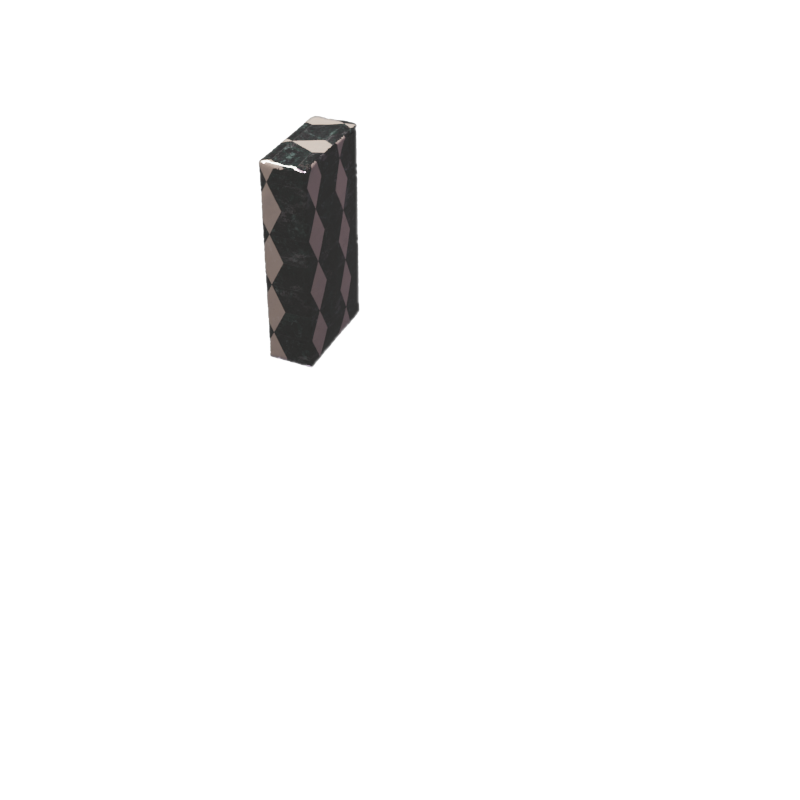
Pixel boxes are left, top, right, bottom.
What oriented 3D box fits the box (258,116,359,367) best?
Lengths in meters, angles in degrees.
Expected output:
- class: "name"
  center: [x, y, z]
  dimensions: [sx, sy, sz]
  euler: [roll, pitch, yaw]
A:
- class: "box"
  center: [-0.068, -0.125, 0.877]
  dimensions: [0.050, 0.165, 0.096]
  euler: [15, 37, 18]
